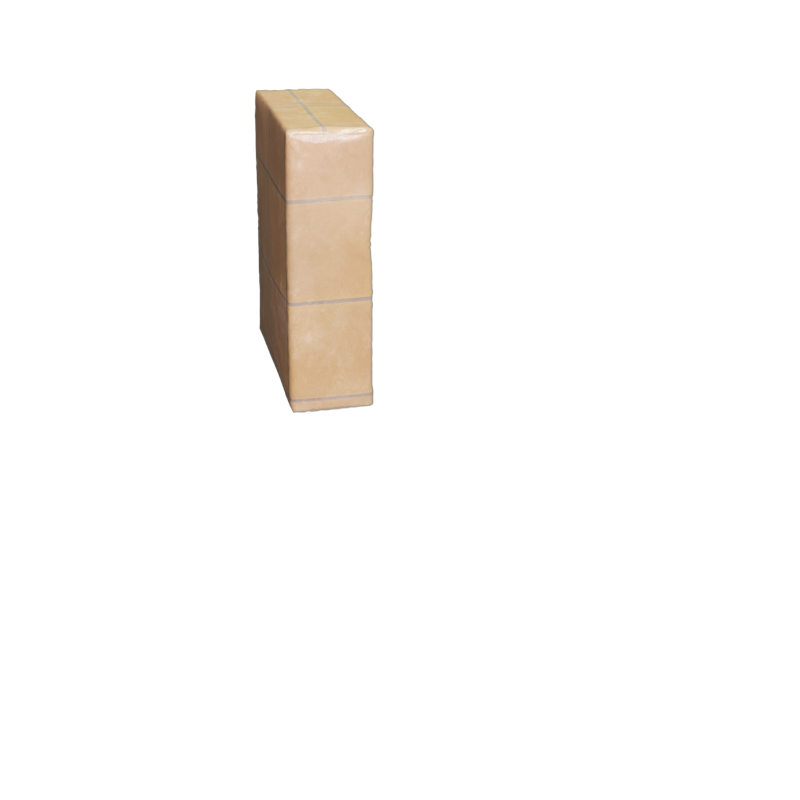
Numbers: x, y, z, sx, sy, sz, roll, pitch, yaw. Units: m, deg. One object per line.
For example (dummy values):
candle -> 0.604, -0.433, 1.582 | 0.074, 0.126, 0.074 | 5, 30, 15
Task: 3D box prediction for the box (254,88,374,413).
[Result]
box -> -0.067, -0.123, 0.861 | 0.071, 0.204, 0.174 | -4, 22, -14
